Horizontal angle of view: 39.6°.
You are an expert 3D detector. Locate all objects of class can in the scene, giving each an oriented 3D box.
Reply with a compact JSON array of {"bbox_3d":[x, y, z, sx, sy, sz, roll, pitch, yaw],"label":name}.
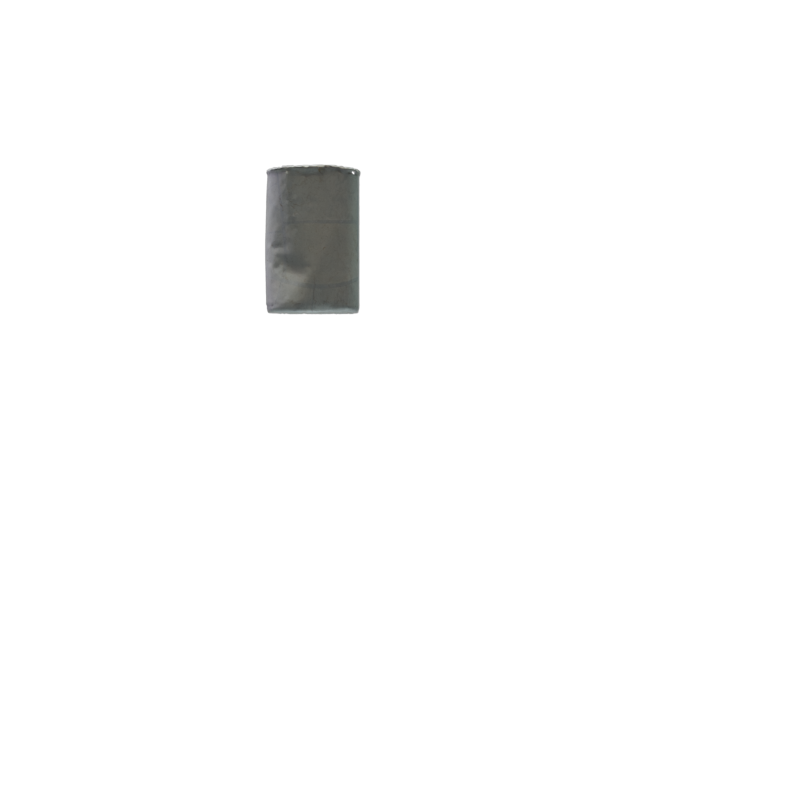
[{"bbox_3d":[-0.062,-0.113,0.790,0.068,0.103,0.068,0,-2,-2],"label":"can"}]
